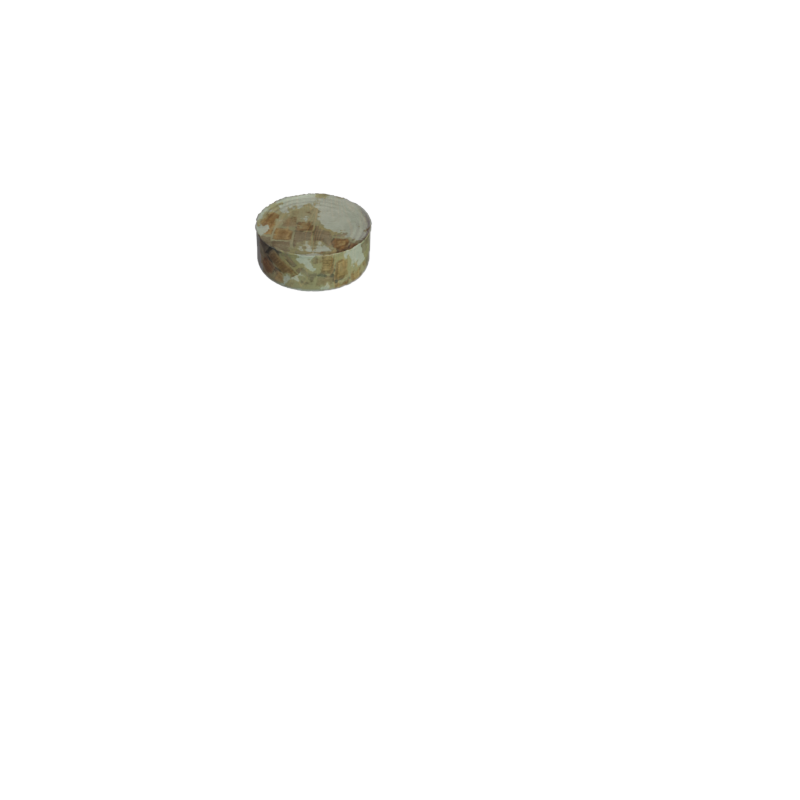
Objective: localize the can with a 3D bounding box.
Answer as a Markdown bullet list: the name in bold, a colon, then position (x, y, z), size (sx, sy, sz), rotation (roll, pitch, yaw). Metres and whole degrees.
- **can**: position (-0.064, -0.117, 0.823), size (0.086, 0.031, 0.092), rotation (-1, 39, -2)
